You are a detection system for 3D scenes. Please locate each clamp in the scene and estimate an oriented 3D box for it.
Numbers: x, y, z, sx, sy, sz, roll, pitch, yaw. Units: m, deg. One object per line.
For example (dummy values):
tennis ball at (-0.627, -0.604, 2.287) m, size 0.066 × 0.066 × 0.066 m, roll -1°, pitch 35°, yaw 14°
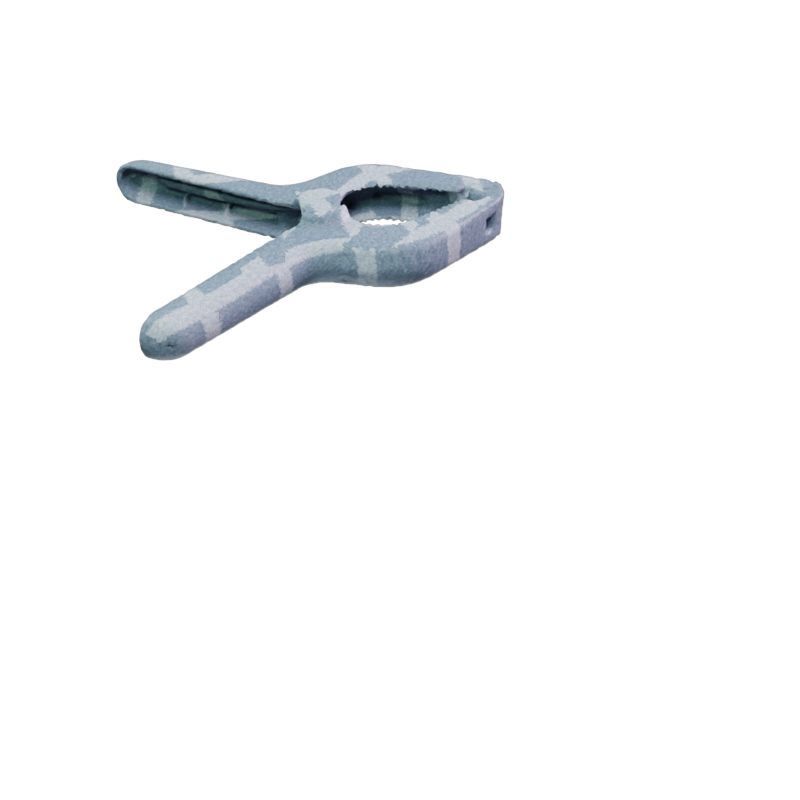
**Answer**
clamp at (-0.045, -0.082, 0.576) m, size 0.209 × 0.034 × 0.177 m, roll -4°, pitch 40°, yaw -5°
